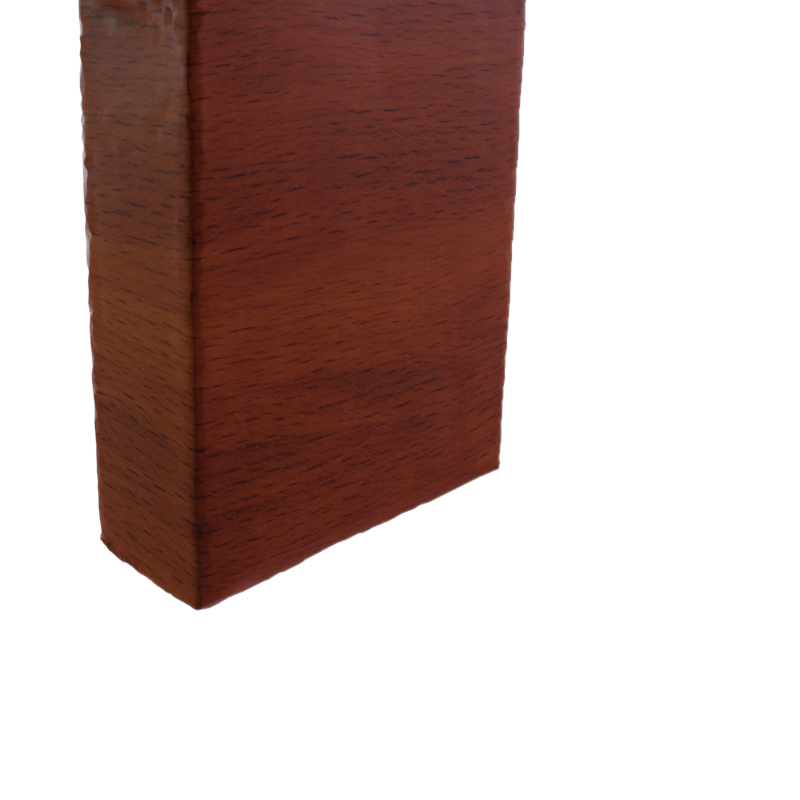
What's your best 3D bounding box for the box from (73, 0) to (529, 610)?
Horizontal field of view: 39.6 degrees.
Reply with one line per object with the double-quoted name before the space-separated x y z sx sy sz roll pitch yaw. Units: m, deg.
"box" -0.032 -0.058 0.409 0.076 0.207 0.161 14 21 42
